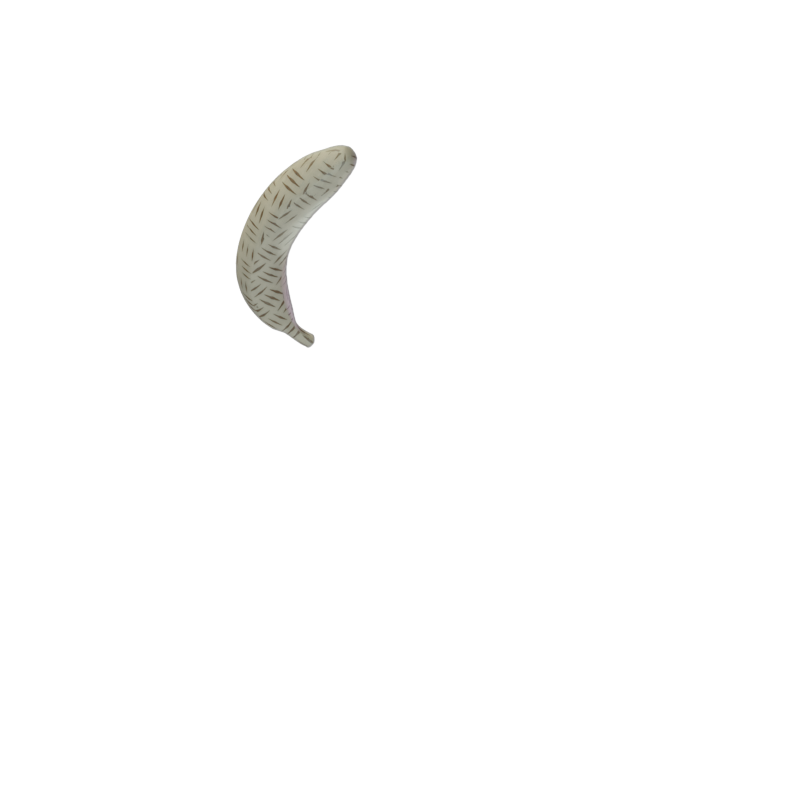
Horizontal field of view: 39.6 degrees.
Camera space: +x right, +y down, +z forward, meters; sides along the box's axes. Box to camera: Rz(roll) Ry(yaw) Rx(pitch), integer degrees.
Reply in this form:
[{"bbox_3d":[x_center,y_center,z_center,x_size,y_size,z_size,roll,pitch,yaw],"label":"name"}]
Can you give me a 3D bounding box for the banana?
[{"bbox_3d":[-0.081,-0.113,0.798,0.069,0.039,0.186,7,-40,-10],"label":"banana"}]
